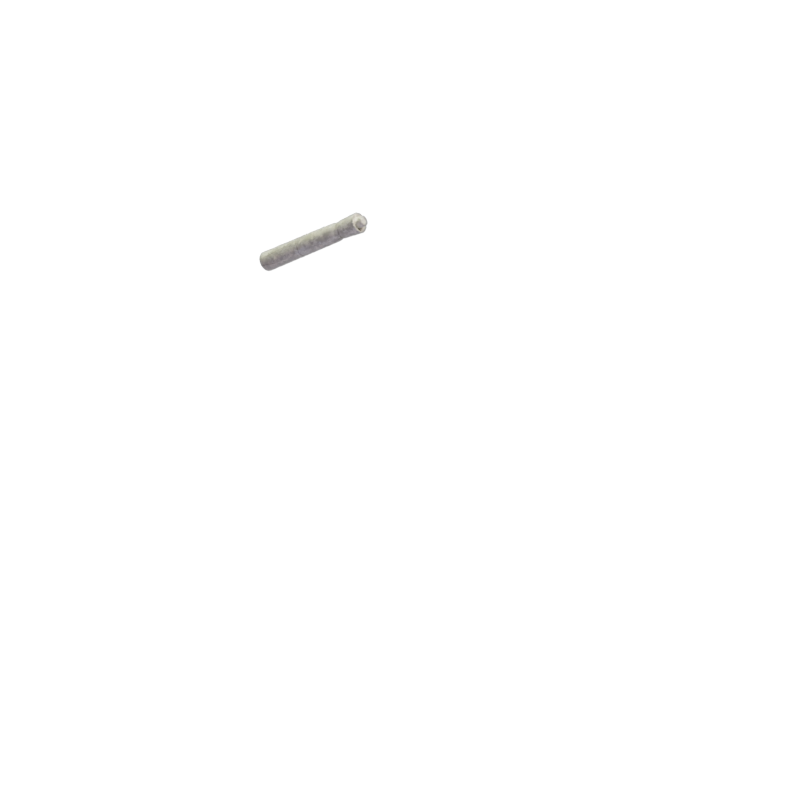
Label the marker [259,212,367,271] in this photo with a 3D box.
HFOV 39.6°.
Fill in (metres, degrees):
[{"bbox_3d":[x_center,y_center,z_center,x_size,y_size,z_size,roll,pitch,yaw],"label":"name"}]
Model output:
[{"bbox_3d":[-0.078,-0.143,0.999,0.122,0.020,0.019,-16,-7,37],"label":"marker"}]
